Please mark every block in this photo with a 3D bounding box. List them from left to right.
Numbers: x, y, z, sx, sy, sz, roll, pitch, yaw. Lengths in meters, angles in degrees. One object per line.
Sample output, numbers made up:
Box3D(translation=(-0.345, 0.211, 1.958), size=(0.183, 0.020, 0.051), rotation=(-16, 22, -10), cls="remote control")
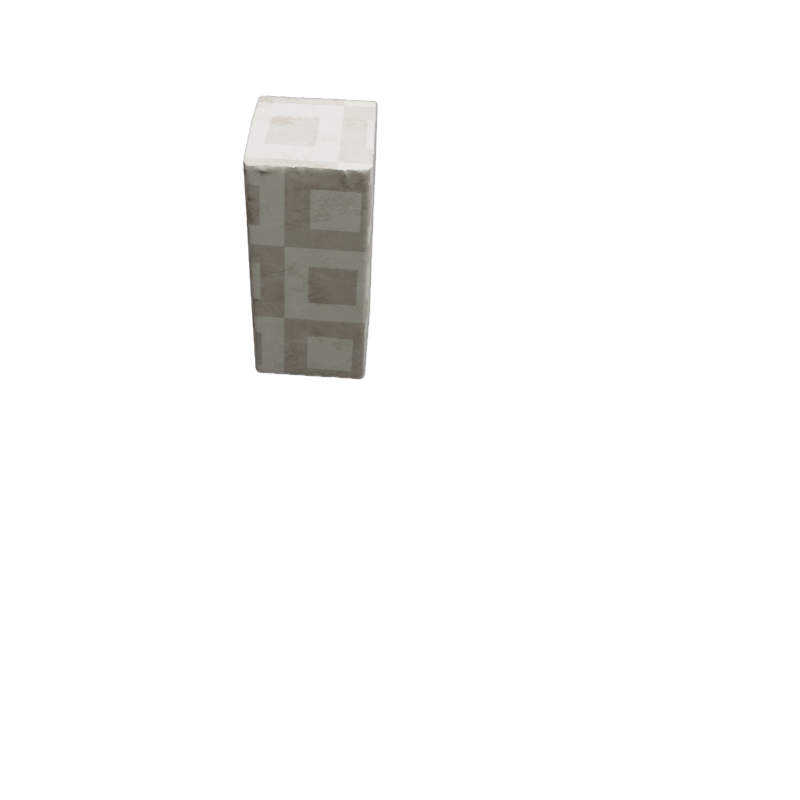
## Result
Box3D(translation=(-0.067, -0.121, 0.849), size=(0.091, 0.192, 0.096), rotation=(4, 44, 1), cls="block")
